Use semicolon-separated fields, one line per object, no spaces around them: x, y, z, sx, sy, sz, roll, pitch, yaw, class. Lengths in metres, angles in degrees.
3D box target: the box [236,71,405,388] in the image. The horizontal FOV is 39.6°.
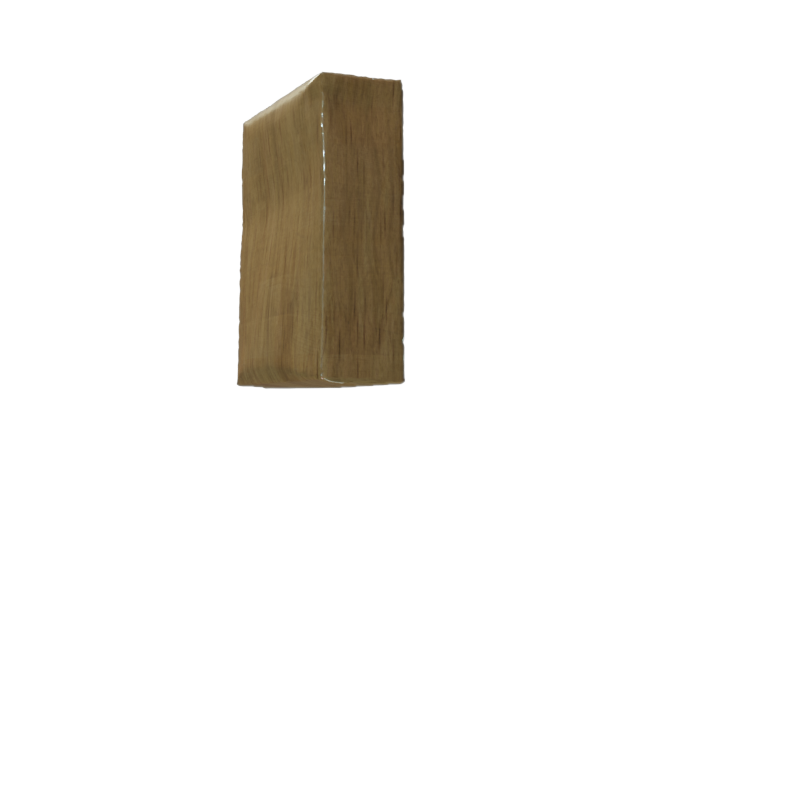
-0.064;-0.117;0.817;0.069;0.217;0.167;3;-6;-27;box
